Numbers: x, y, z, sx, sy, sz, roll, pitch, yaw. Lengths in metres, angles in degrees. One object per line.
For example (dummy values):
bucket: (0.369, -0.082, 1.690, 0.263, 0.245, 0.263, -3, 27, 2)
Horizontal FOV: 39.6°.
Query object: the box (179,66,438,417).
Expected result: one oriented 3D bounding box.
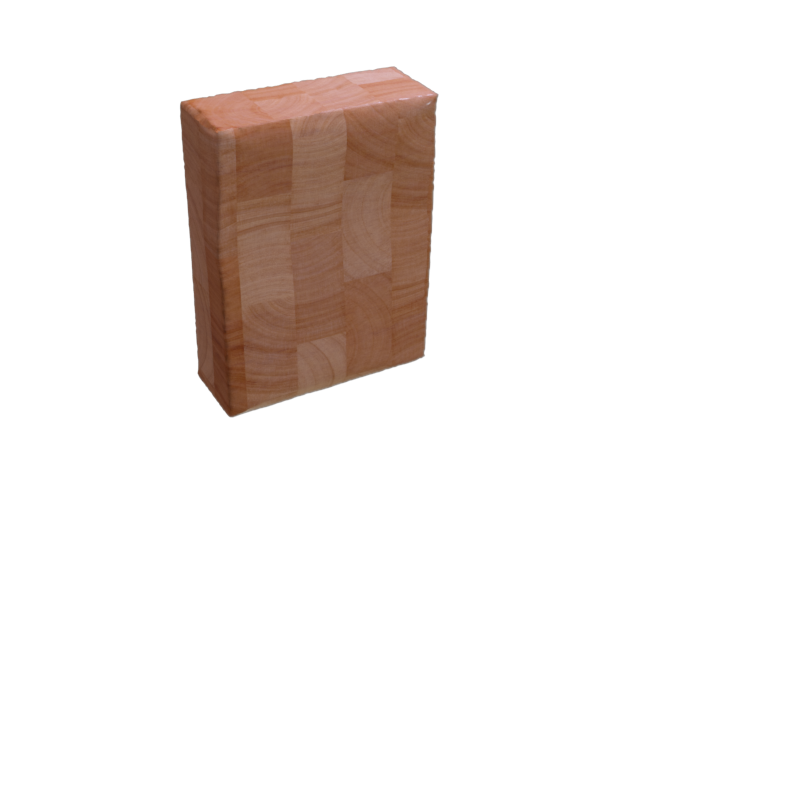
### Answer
box: (-0.060, -0.110, 0.771, 0.161, 0.201, 0.077, -15, 34, -25)
